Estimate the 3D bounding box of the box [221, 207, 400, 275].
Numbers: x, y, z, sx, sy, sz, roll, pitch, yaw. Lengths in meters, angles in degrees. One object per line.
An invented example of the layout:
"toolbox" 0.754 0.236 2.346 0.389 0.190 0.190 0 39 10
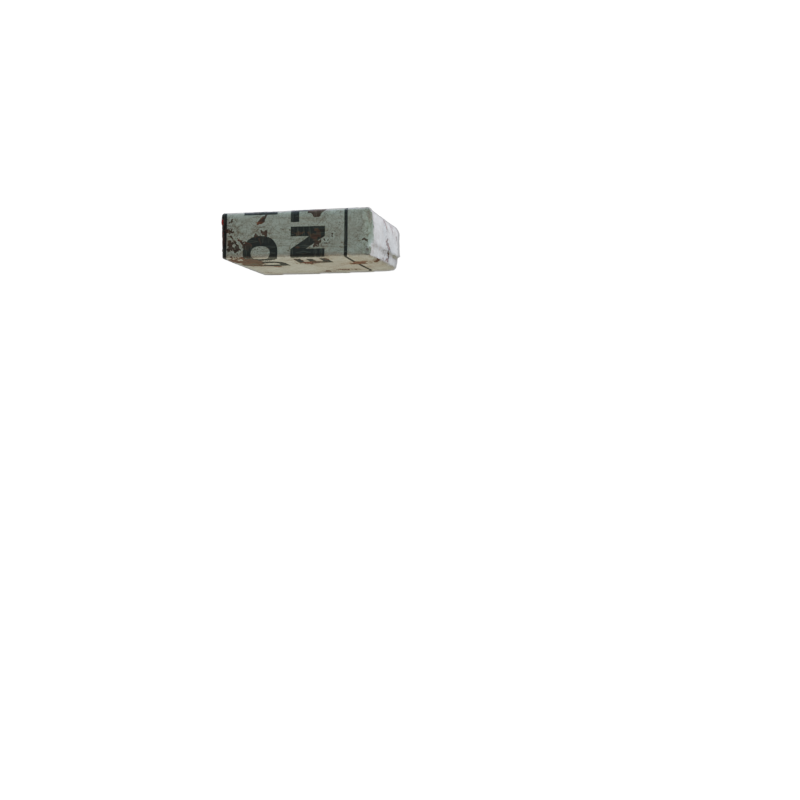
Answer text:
"box" -0.051 -0.093 0.650 0.091 0.031 0.071 0 -2 15
